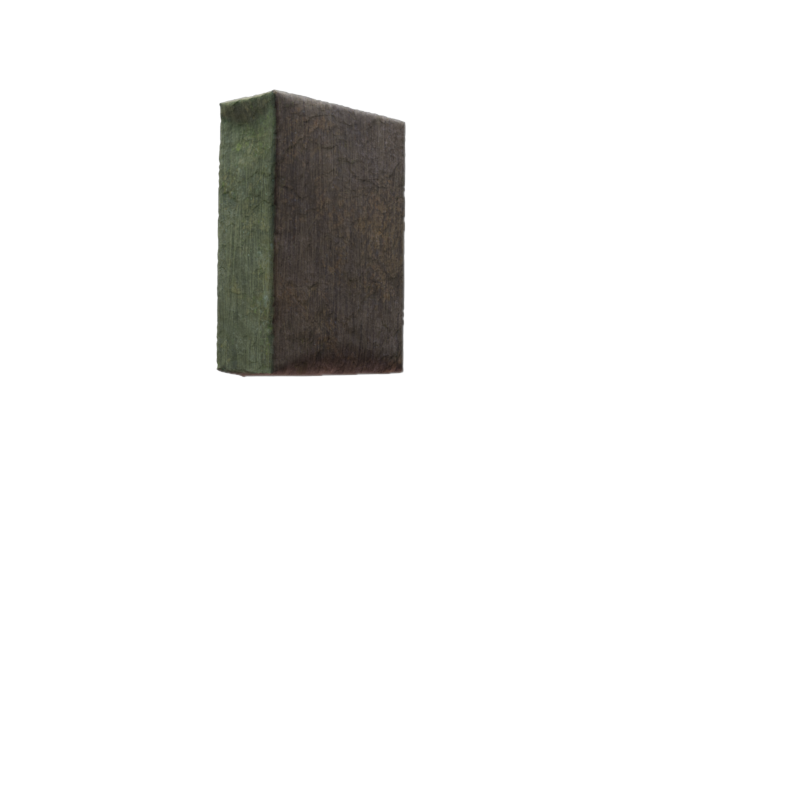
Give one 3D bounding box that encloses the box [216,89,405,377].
[{"bbox_3d":[-0.070,-0.127,0.891,0.074,0.216,0.157,-4,-4,39],"label":"box"}]
